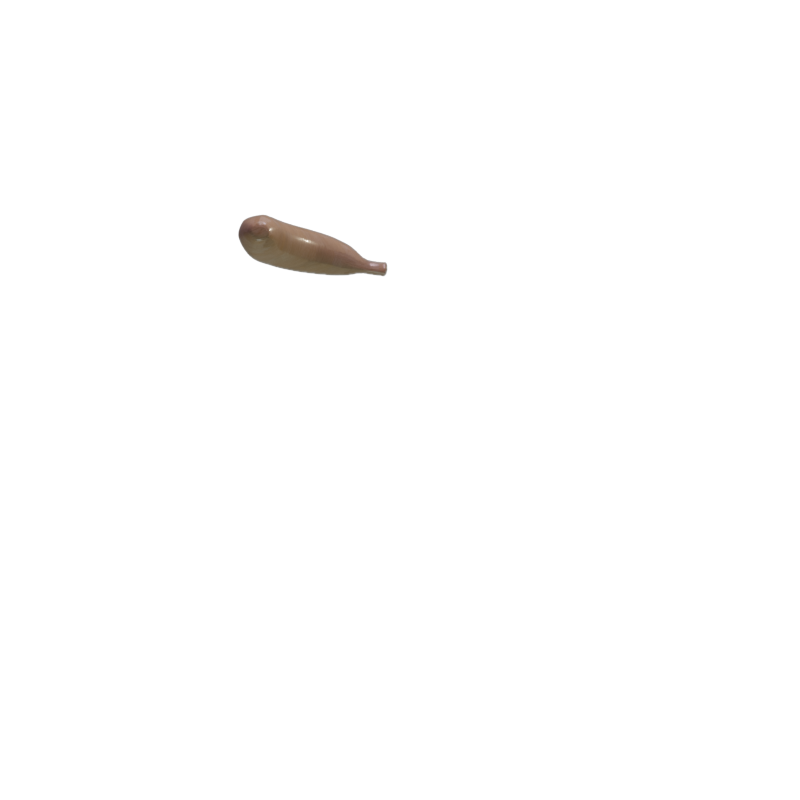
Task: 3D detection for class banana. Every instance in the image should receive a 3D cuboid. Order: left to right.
[{"bbox_3d":[-0.086,-0.129,0.921,0.072,0.037,0.189,-2,-2,30],"label":"banana"}]
